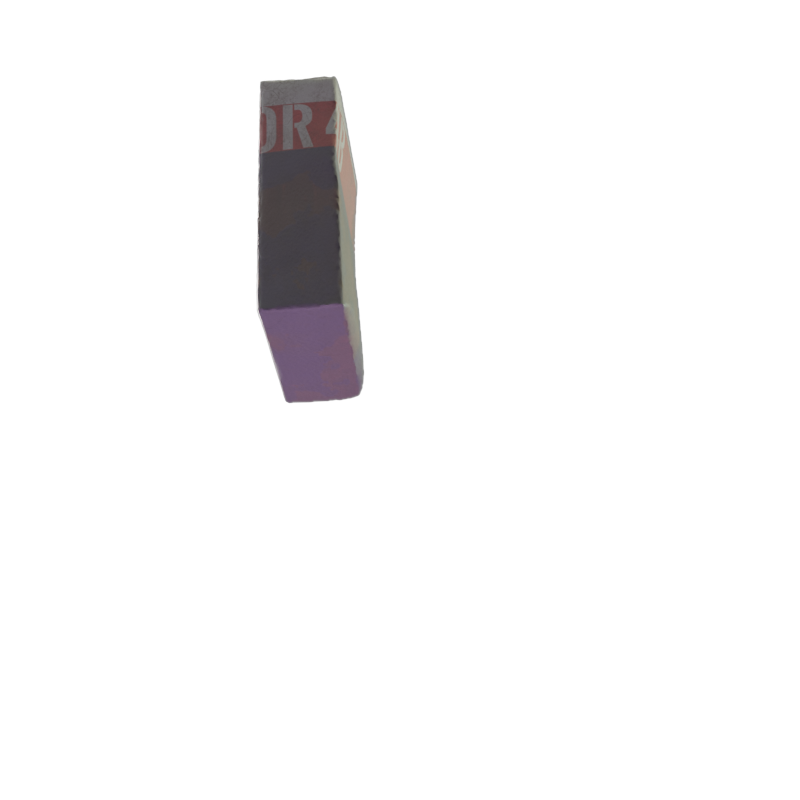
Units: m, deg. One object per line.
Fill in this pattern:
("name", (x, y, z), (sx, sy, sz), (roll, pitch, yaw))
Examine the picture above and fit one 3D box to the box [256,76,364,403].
("box", (-0.070, -0.128, 0.898), (0.072, 0.228, 0.153), (-4, -29, 2))
